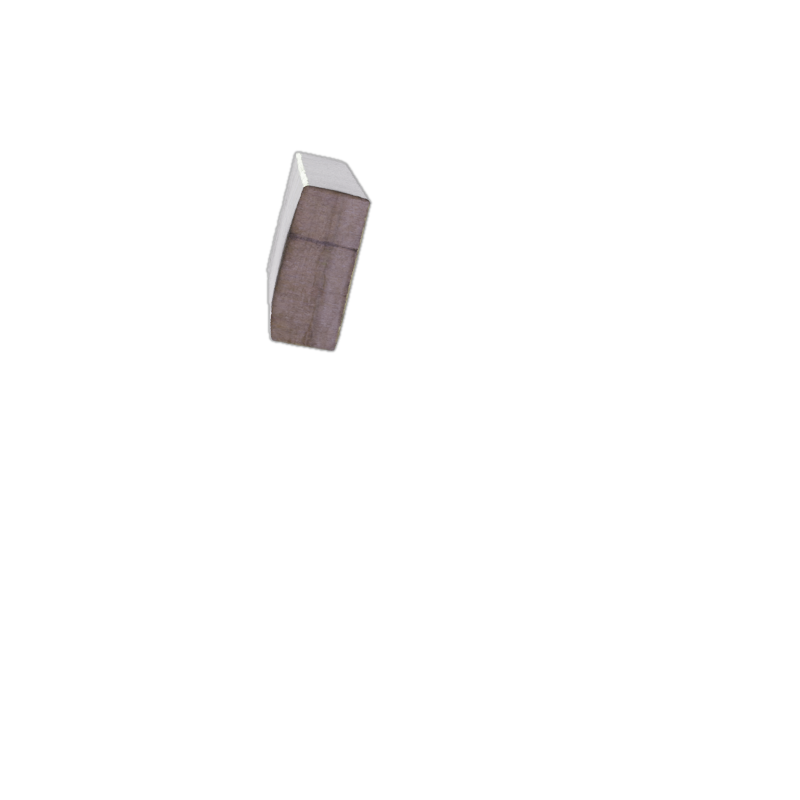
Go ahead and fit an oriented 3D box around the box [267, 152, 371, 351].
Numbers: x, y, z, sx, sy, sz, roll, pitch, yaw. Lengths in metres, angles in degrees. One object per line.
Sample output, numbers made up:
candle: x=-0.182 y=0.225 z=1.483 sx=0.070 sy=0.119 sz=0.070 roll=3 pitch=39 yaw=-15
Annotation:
box: x=-0.055 y=-0.101 z=0.706 sx=0.047 sy=0.091 sz=0.183 roll=13 pitch=16 yaw=-8
